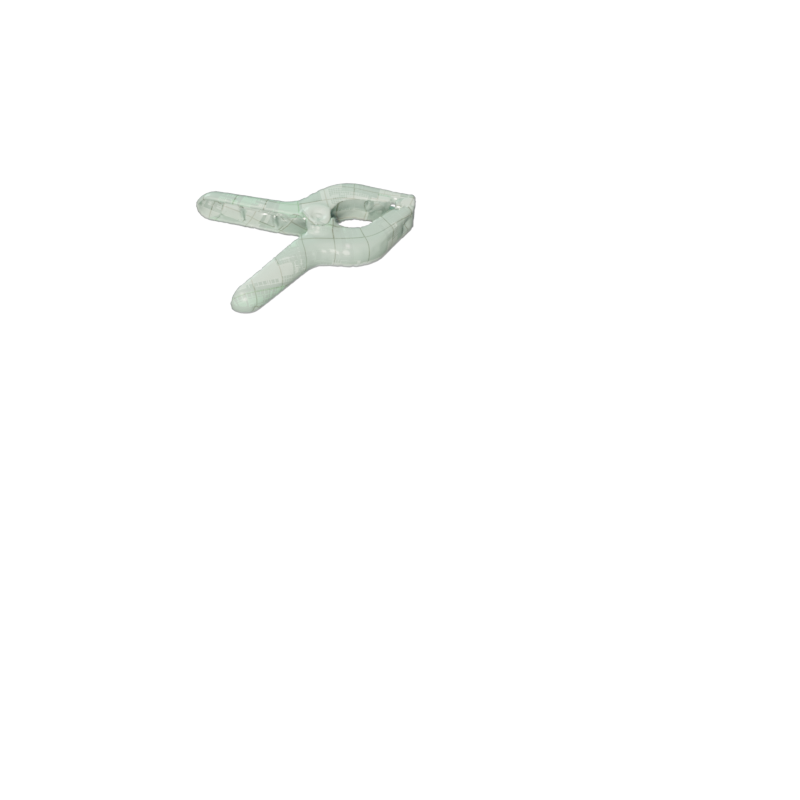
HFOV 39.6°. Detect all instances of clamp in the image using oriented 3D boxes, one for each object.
[{"bbox_3d":[-0.067,-0.122,0.853,0.170,0.129,0.037,-8,-34,-6],"label":"clamp"}]
